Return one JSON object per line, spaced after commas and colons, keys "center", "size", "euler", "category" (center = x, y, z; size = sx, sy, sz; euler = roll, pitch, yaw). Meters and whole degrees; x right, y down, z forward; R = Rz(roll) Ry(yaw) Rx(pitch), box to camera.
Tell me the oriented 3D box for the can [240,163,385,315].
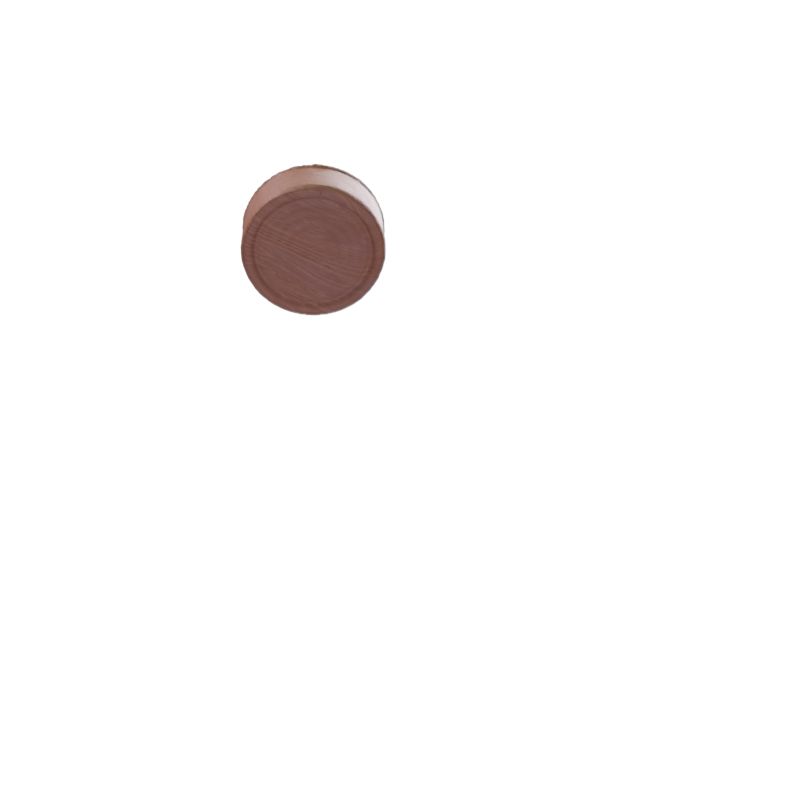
{"center": [-0.051, -0.094, 0.655], "size": [0.086, 0.081, 0.036], "euler": [1, 29, -1], "category": "can"}
